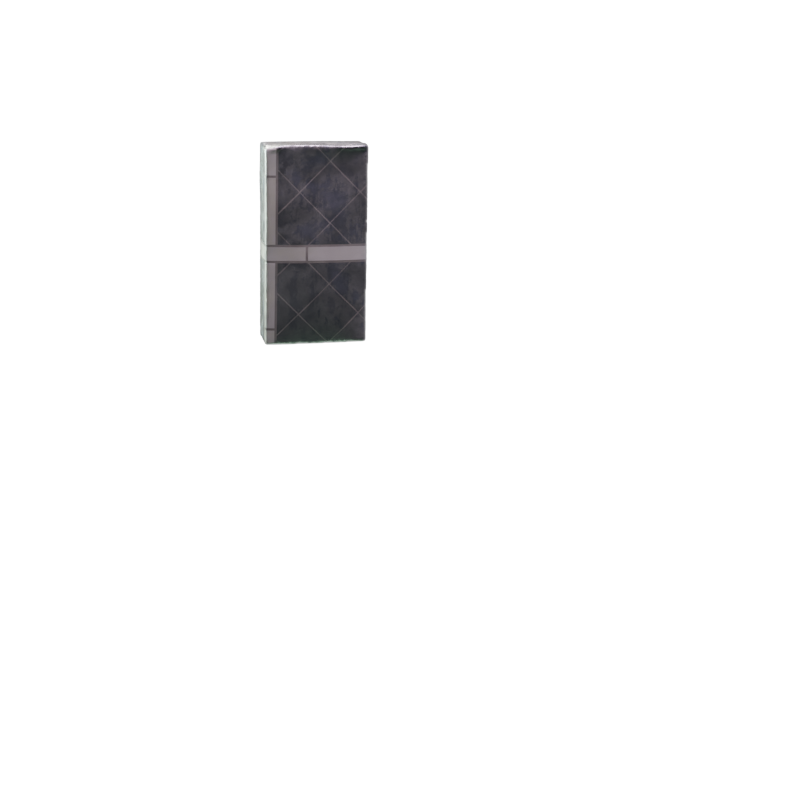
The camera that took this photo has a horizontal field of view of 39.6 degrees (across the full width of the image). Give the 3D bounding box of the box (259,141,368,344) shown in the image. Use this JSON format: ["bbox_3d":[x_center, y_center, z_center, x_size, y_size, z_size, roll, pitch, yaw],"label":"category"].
[{"bbox_3d":[-0.077,-0.140,0.982,0.092,0.171,0.050,-2,13,-11],"label":"box"}]
